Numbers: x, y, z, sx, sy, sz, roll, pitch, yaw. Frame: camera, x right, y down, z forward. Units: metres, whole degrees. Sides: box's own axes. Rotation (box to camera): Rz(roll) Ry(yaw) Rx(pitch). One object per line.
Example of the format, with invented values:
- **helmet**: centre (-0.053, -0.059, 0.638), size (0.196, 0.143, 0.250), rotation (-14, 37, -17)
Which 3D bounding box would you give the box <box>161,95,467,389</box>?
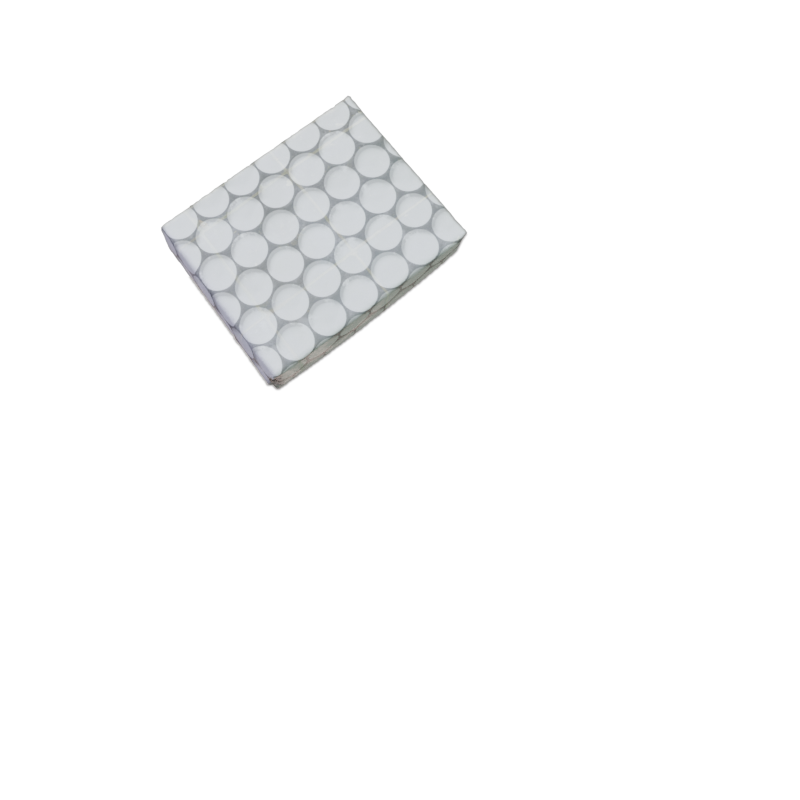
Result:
- **box**: centre (-0.041, -0.074, 0.521), size (0.114, 0.093, 0.037), rotation (-37, -14, -11)
